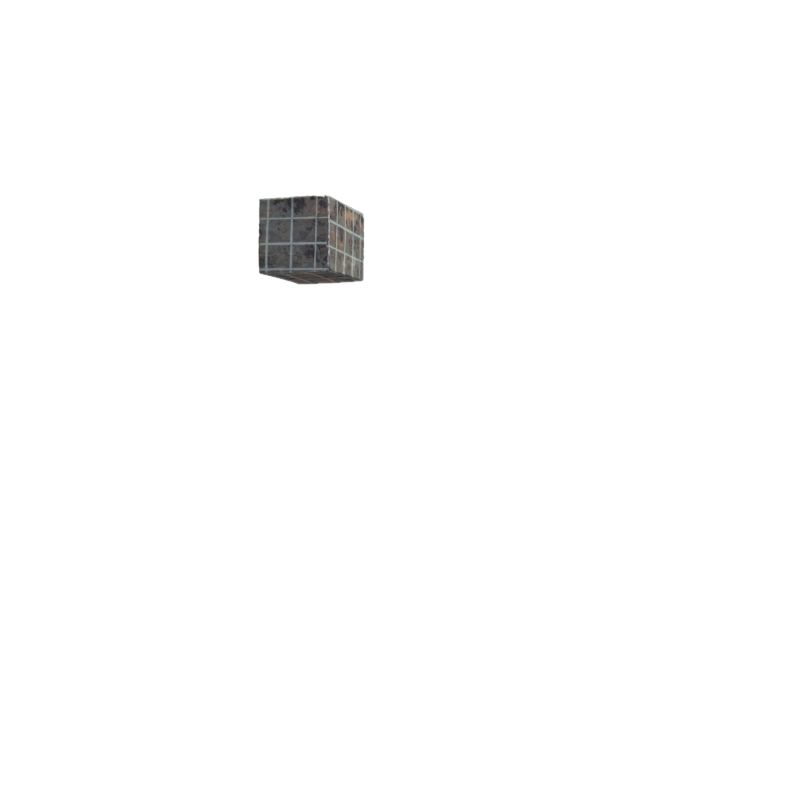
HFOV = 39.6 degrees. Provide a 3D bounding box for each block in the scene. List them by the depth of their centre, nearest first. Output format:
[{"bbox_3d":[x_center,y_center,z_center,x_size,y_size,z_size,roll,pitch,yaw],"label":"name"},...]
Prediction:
[{"bbox_3d":[-0.060,-0.110,0.771,0.054,0.052,0.075,-1,-3,16],"label":"block"}]
